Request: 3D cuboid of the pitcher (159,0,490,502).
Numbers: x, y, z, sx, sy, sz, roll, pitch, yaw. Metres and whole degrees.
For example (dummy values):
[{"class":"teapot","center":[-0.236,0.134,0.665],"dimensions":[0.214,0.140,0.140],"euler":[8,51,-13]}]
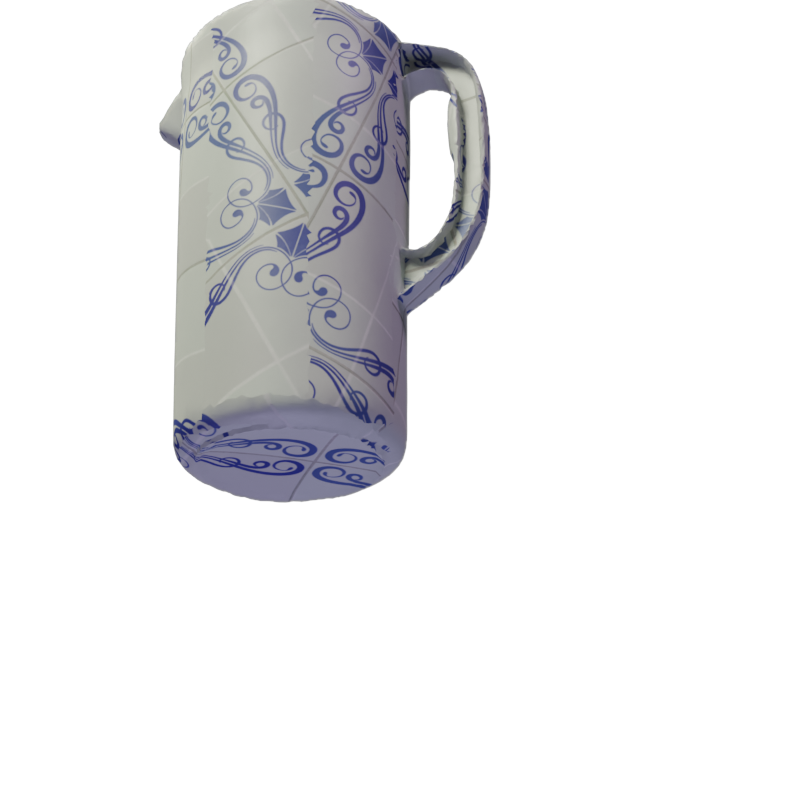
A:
[{"class":"pitcher","center":[-0.044,-0.081,0.568],"dimensions":[0.139,0.259,0.146],"euler":[14,-34,-26]}]
